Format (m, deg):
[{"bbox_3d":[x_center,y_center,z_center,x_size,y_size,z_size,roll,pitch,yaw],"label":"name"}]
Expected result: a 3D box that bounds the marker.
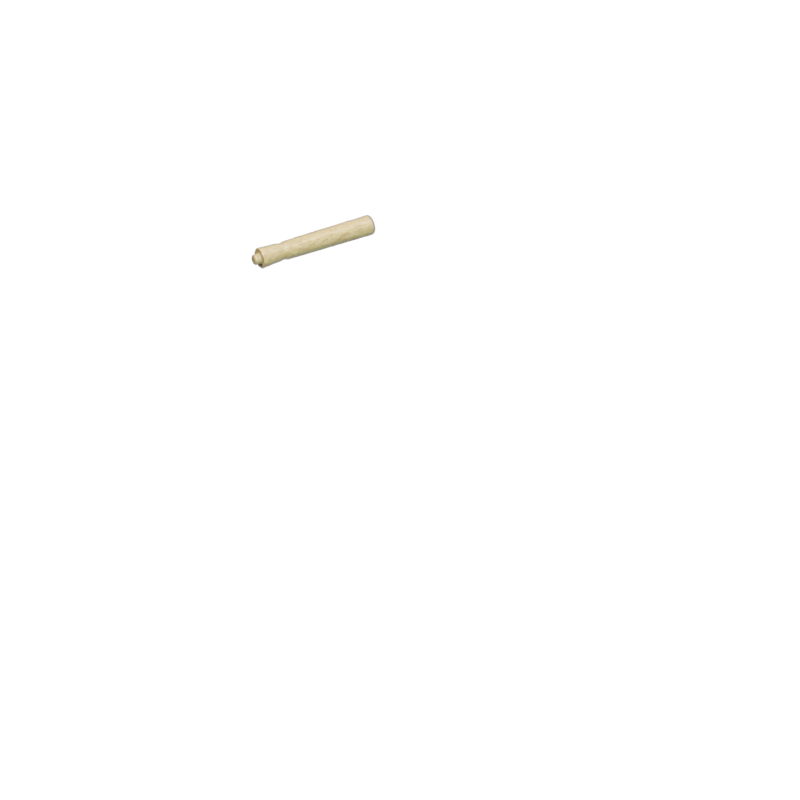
[{"bbox_3d":[-0.078,-0.142,0.997,0.120,0.019,0.020,-21,13,-25],"label":"marker"}]
